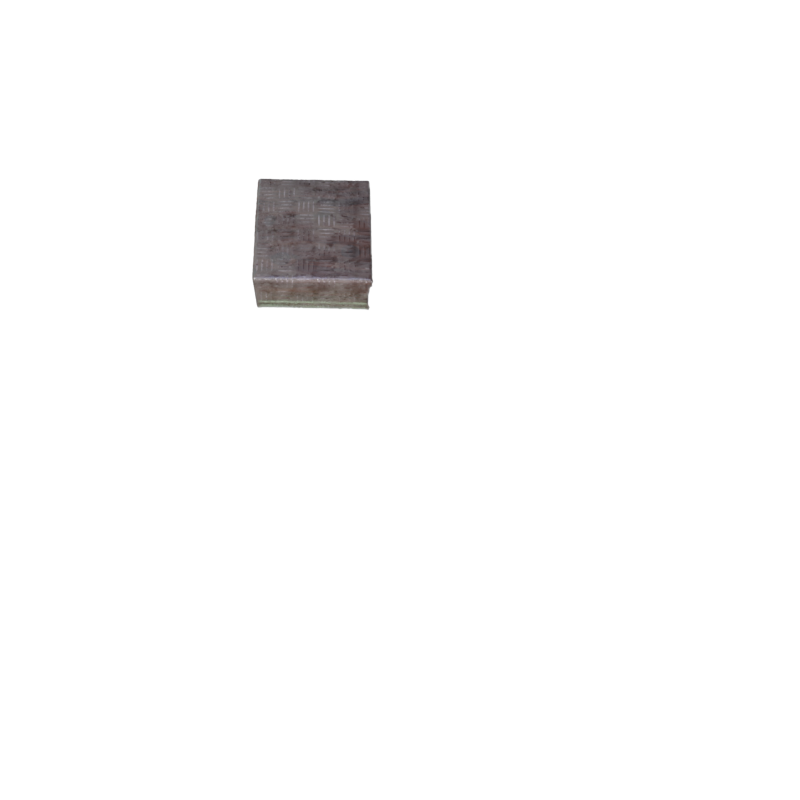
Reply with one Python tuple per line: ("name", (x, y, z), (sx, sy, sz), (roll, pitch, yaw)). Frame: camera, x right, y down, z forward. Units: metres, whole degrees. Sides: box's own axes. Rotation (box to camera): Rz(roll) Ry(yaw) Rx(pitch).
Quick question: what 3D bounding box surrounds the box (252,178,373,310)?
("box", (-0.068, -0.123, 0.862), (0.090, 0.122, 0.036), (-1, -39, -1))
